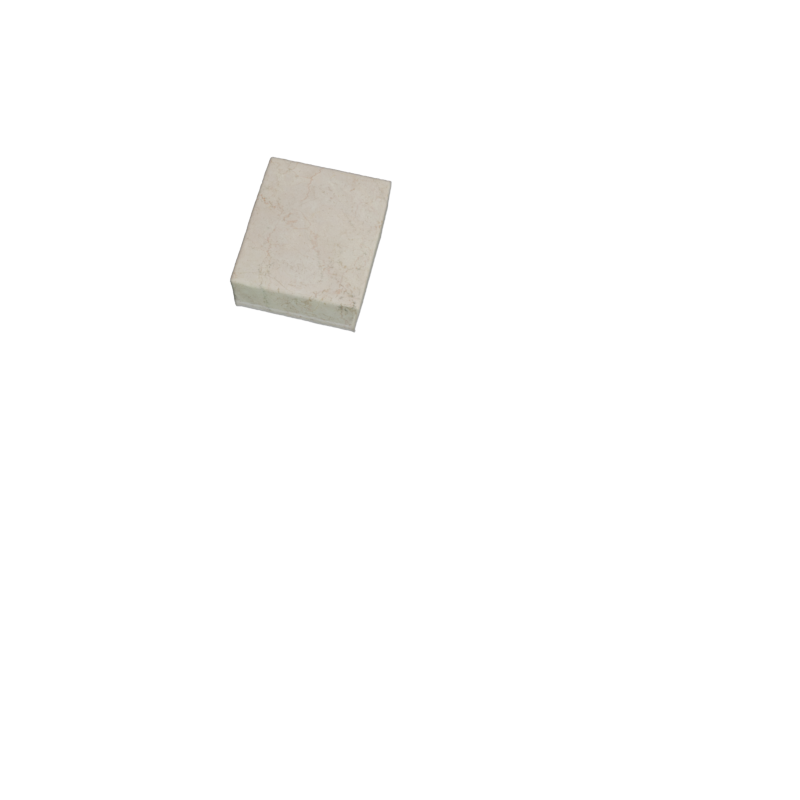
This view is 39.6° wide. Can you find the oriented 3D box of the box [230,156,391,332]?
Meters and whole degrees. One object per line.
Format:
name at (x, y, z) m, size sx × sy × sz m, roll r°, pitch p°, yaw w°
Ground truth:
box at (-0.061, -0.111, 0.775) m, size 0.091 × 0.119 × 0.036 m, roll 11°, pitch -29°, yaw 5°
